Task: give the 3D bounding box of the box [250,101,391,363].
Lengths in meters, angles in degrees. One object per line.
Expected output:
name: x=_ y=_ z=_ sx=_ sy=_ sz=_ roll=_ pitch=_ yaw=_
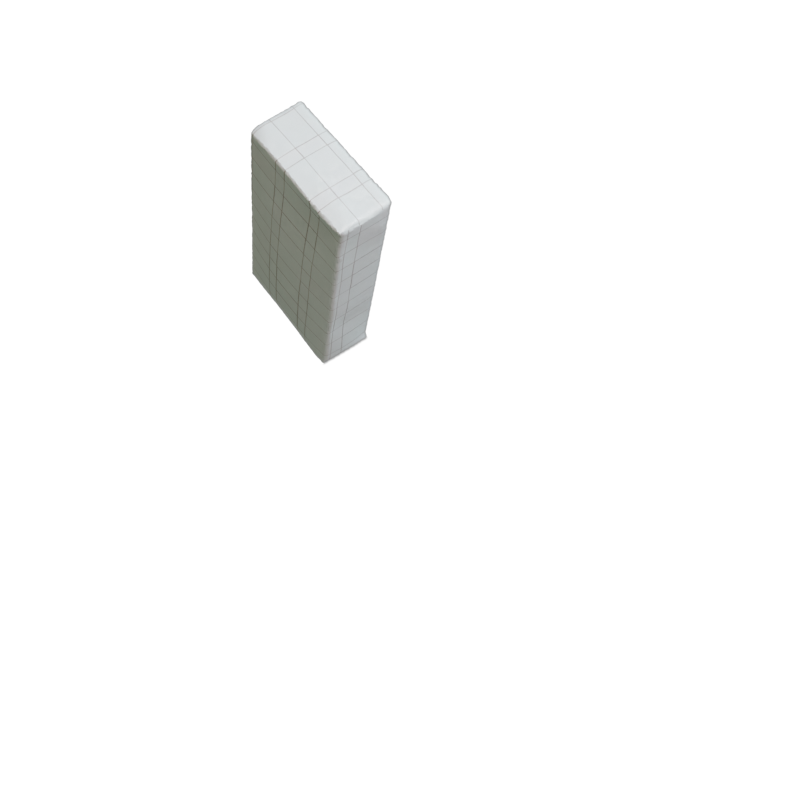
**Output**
box: x=-0.057 y=-0.103 z=0.720 sx=0.048 sy=0.098 sz=0.167 roll=-33 pitch=-19 yaw=-17
